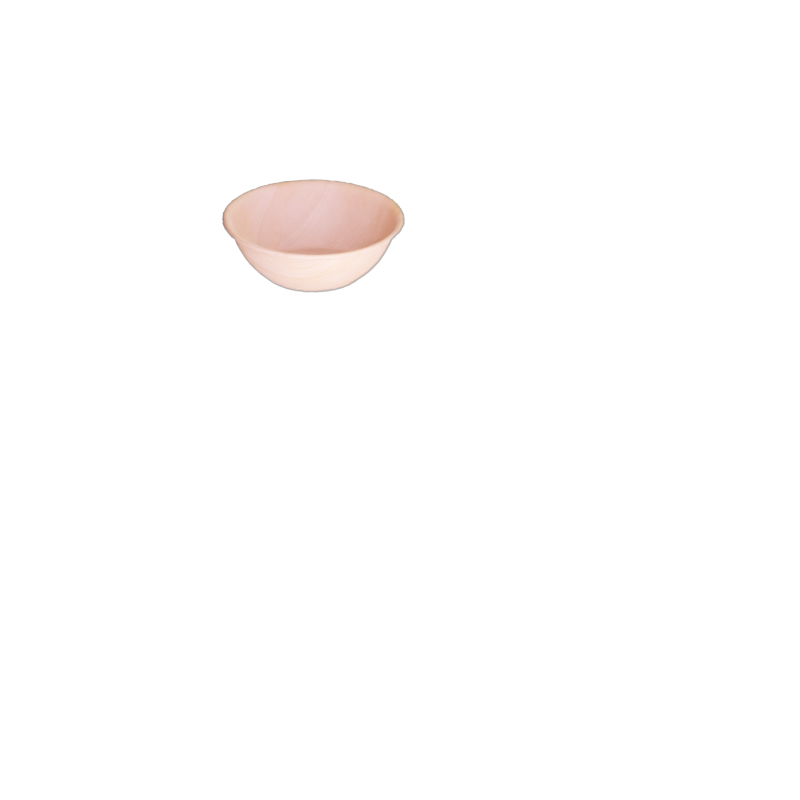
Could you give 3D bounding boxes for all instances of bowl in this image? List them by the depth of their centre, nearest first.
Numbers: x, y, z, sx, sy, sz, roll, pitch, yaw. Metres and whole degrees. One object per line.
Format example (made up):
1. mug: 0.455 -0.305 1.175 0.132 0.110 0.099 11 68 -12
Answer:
1. bowl: -0.078 -0.141 0.991 0.162 0.052 0.172 -1 32 -2
